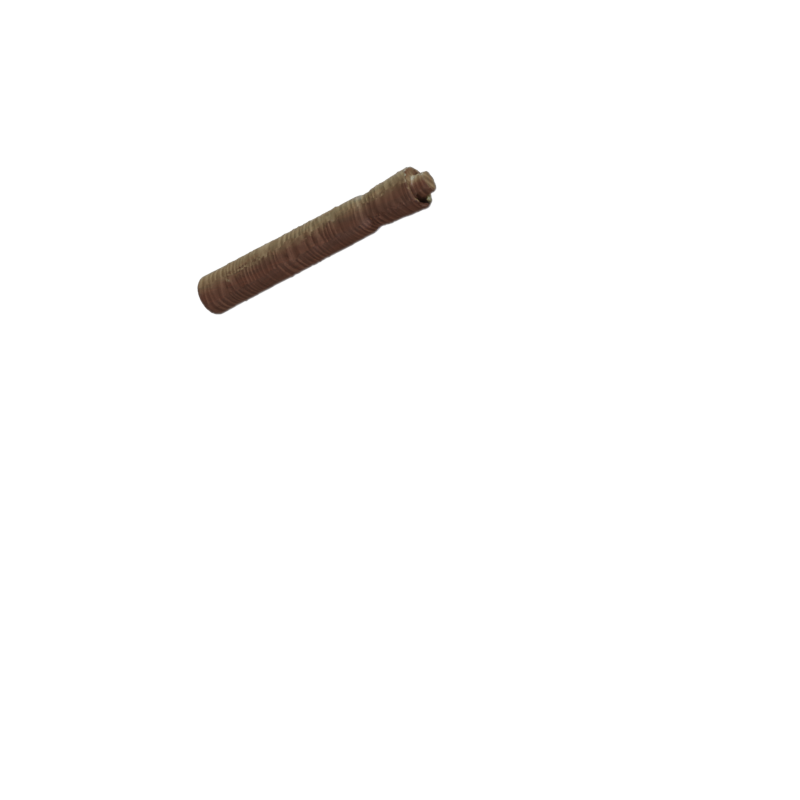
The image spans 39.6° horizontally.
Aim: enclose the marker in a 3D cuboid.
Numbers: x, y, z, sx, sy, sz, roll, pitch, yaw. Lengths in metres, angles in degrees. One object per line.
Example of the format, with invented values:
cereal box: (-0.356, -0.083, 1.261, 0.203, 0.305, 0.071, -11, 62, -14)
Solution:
marker: (-0.037, -0.067, 0.470, 0.121, 0.020, 0.019, -23, -8, 30)
